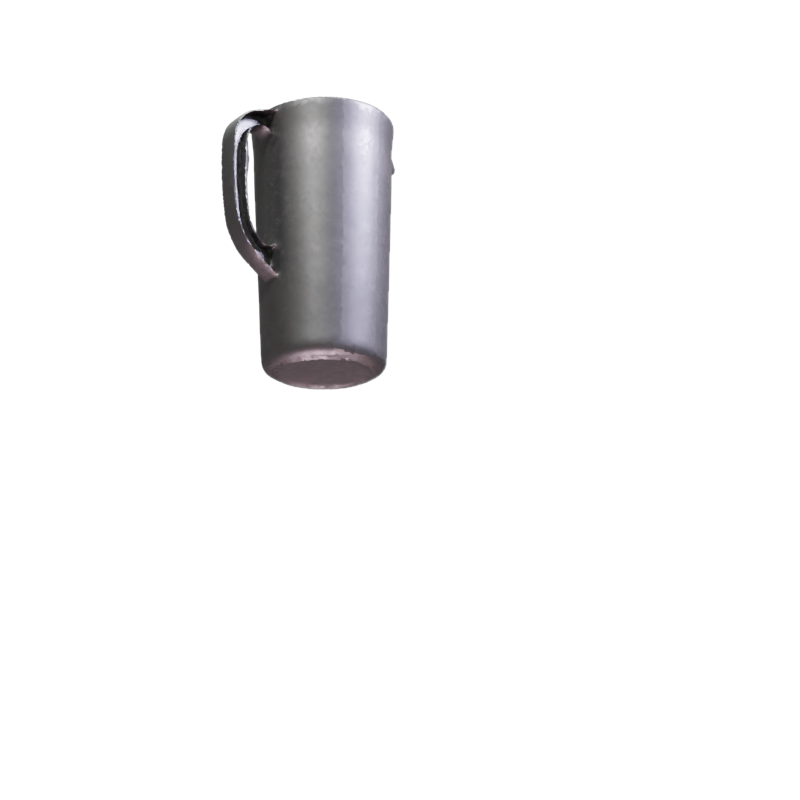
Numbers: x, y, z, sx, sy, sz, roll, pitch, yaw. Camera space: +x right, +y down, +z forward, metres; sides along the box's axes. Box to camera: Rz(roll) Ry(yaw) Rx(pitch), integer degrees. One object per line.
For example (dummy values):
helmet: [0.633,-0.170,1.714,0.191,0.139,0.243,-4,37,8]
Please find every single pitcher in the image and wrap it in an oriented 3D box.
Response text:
pitcher: [-0.077,-0.141,0.987,0.150,0.256,0.137,-3,-22,3]
